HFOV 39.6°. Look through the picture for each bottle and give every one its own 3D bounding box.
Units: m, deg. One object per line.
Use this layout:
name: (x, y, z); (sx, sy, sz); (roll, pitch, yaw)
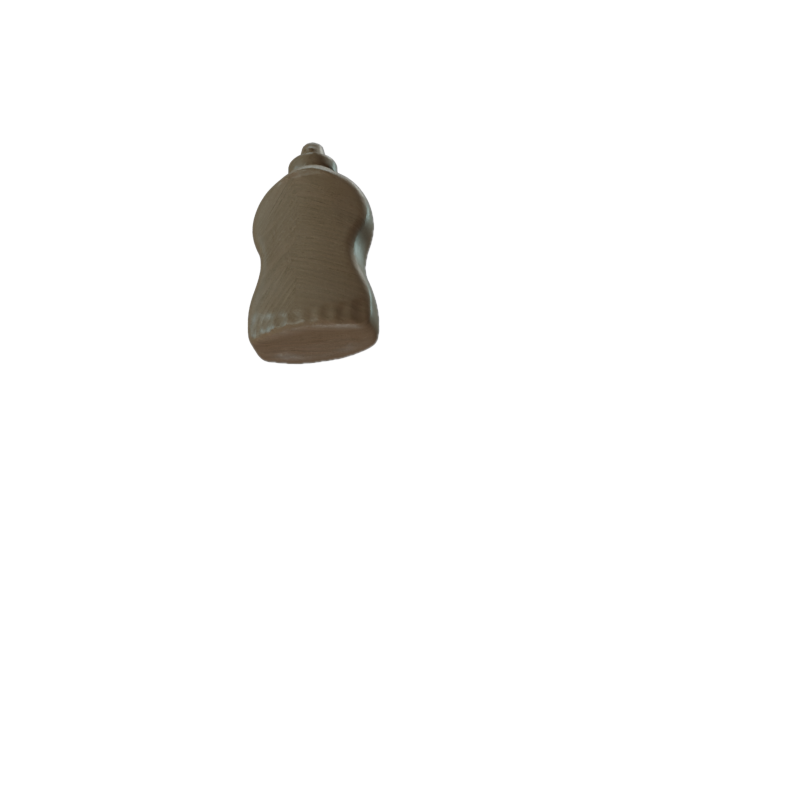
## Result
bottle: (-0.068, -0.125, 0.873); (0.097, 0.205, 0.054); (-10, -34, 12)
